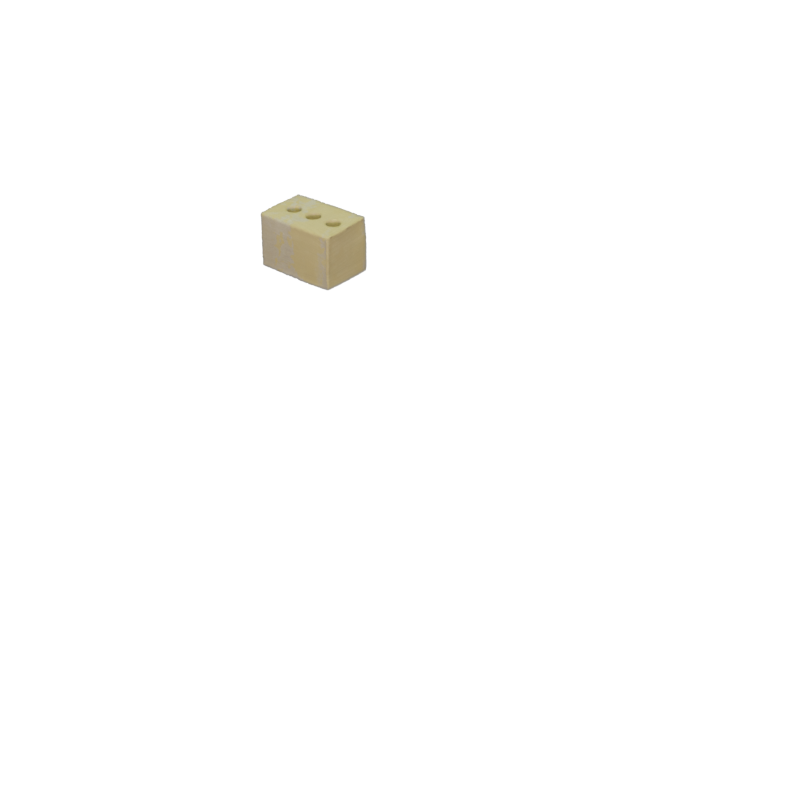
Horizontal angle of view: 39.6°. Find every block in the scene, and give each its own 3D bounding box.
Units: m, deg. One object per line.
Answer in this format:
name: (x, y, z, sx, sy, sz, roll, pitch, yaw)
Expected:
block: (-0.075, -0.136, 0.954, 0.082, 0.048, 0.053, 23, 37, 32)
